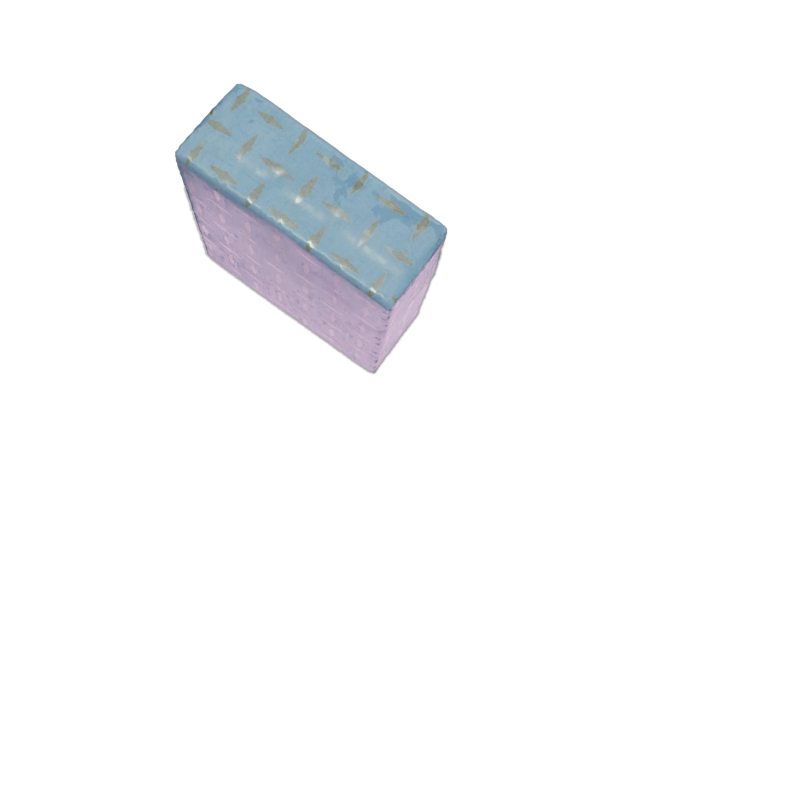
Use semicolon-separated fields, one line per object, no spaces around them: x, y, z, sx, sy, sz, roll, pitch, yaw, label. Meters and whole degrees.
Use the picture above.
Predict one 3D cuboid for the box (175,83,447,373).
-0.060;-0.109;0.762;0.168;0.073;0.207;37;-11;6;box
